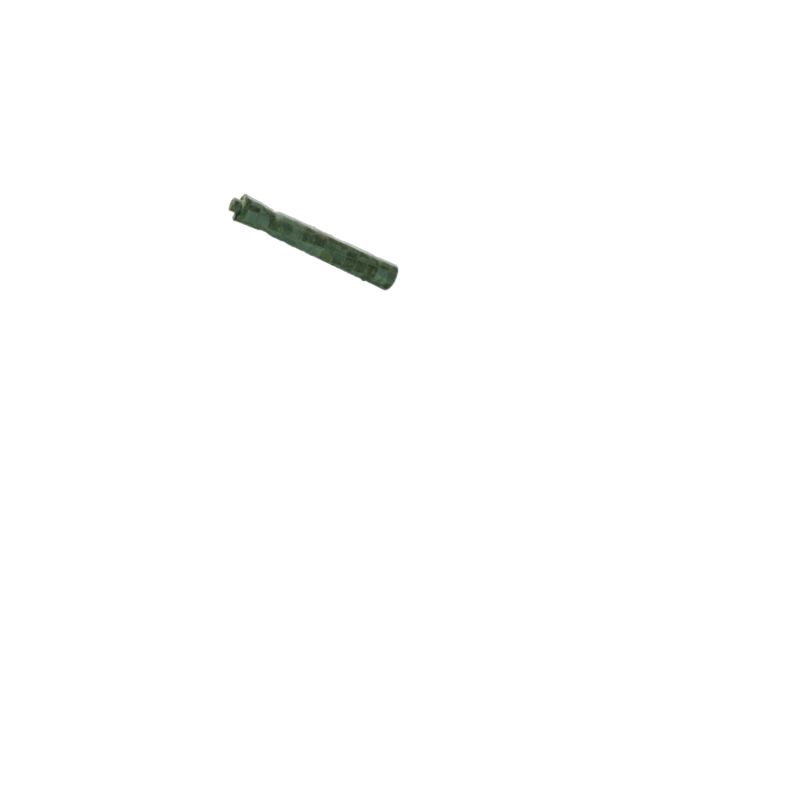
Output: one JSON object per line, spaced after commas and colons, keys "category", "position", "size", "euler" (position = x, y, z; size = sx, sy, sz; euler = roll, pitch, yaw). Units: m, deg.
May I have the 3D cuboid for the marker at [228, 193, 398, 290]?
{"category": "marker", "position": [-0.057, -0.103, 0.722], "size": [0.116, 0.020, 0.020], "euler": [23, -5, -19]}
